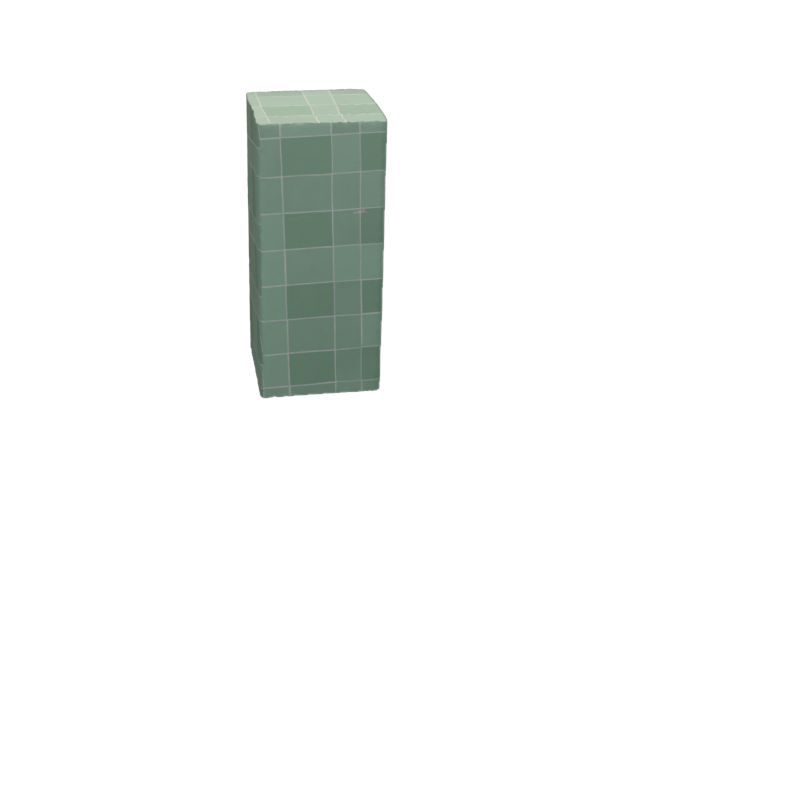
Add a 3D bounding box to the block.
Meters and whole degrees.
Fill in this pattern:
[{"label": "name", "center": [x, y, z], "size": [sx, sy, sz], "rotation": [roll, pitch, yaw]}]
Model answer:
[{"label": "block", "center": [-0.063, -0.116, 0.813], "size": [0.090, 0.196, 0.096], "rotation": [-3, 25, -10]}]
